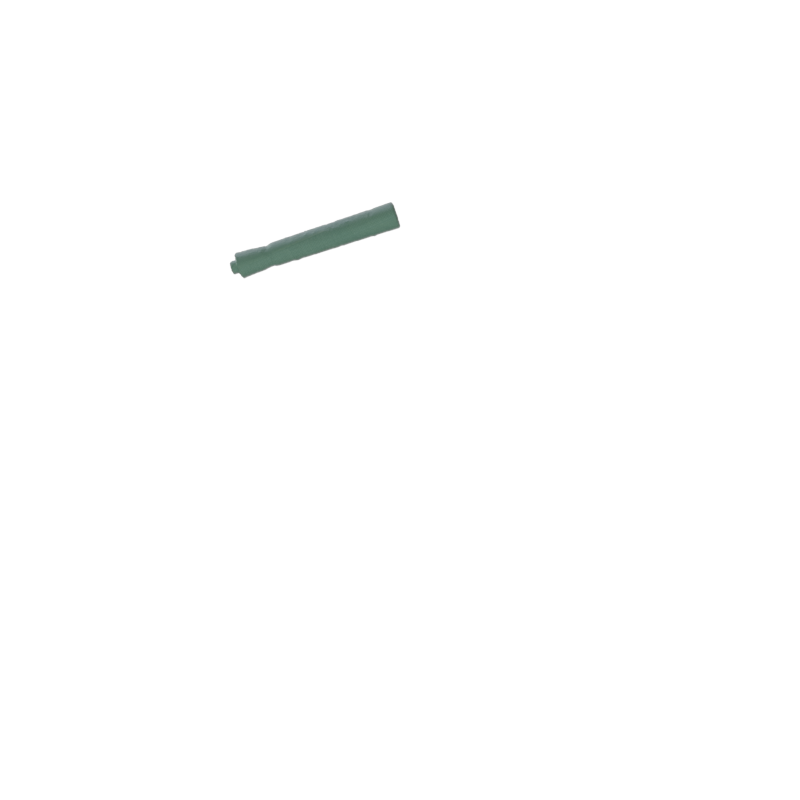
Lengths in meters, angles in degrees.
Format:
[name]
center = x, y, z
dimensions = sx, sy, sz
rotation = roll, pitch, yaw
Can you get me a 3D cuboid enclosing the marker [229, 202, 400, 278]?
[marker]
center = -0.060, -0.110, 0.769
dimensions = 0.121, 0.020, 0.020
rotation = -17, 2, 7
